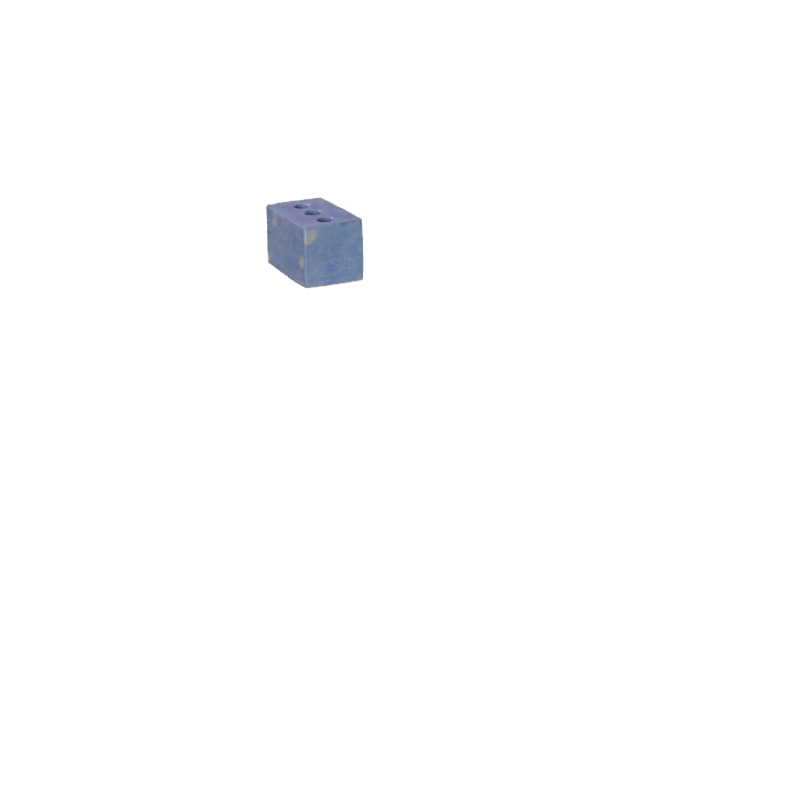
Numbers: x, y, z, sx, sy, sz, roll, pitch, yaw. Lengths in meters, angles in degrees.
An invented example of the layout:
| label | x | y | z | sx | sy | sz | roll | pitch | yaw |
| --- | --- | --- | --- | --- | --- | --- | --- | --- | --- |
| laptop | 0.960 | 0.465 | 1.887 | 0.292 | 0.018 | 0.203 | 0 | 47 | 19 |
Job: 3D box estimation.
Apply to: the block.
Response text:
| label | x | y | z | sx | sy | sz | roll | pitch | yaw |
| --- | --- | --- | --- | --- | --- | --- | --- | --- | --- |
| block | -0.071 | -0.129 | 0.902 | 0.052 | 0.049 | 0.083 | -11 | 25 | -27 |
